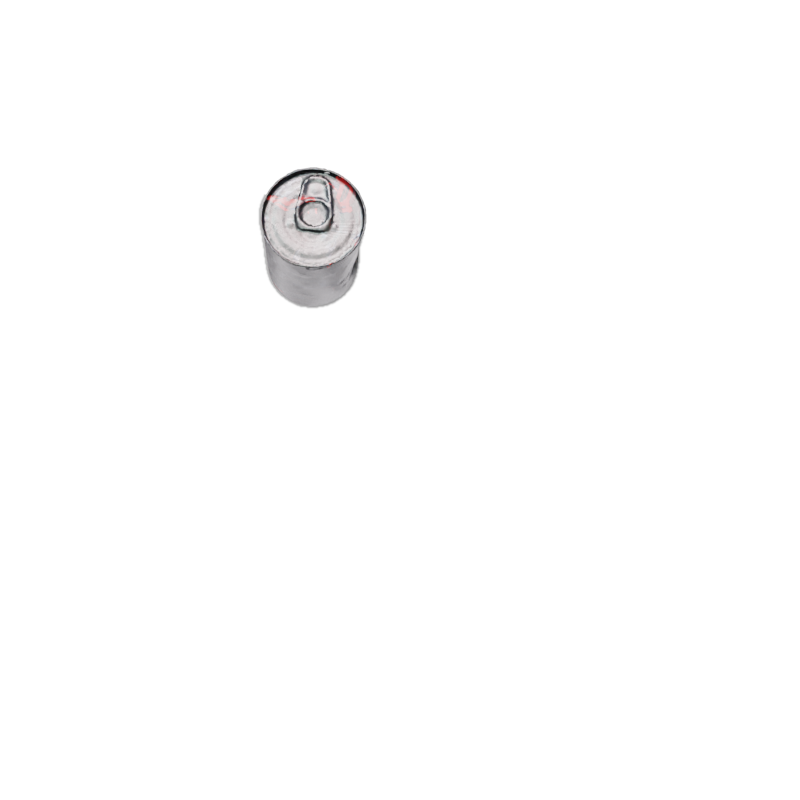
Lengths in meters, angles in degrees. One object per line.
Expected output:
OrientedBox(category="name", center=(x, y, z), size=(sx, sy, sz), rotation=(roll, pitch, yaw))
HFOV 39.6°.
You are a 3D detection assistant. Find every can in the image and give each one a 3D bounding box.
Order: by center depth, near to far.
OrientedBox(category="can", center=(-0.059, -0.107, 0.752), size=(0.068, 0.071, 0.099), rotation=(0, -13, -3))
